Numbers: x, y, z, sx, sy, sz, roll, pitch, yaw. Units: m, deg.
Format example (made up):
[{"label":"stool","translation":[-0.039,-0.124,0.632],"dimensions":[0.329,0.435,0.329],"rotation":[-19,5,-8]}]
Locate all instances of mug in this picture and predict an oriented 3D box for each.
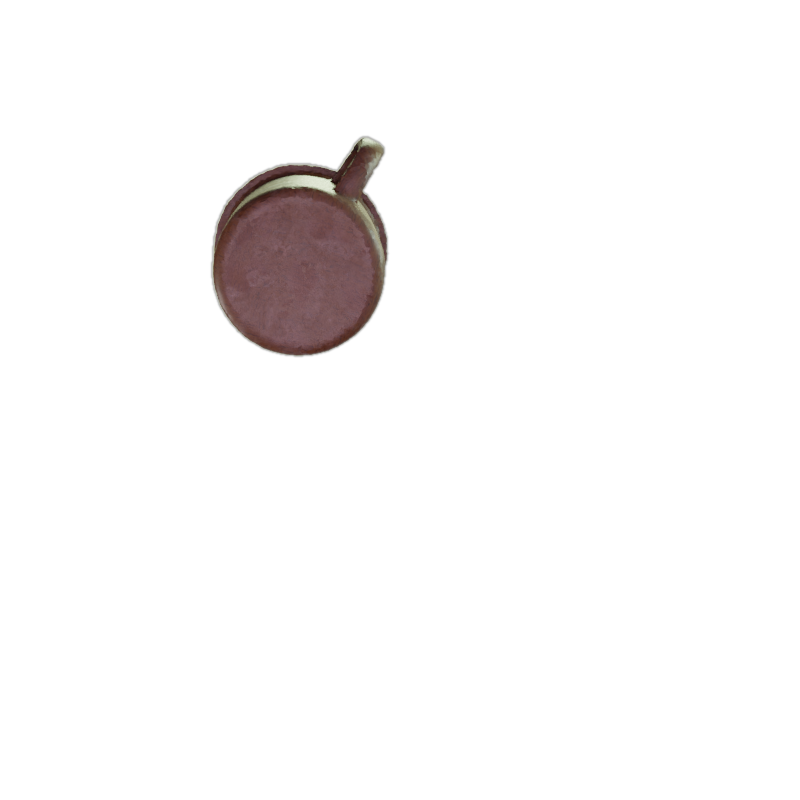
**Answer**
[{"label":"mug","translation":[-0.043,-0.079,0.551],"dimensions":[0.092,0.116,0.084],"rotation":[35,7,-8]}]
